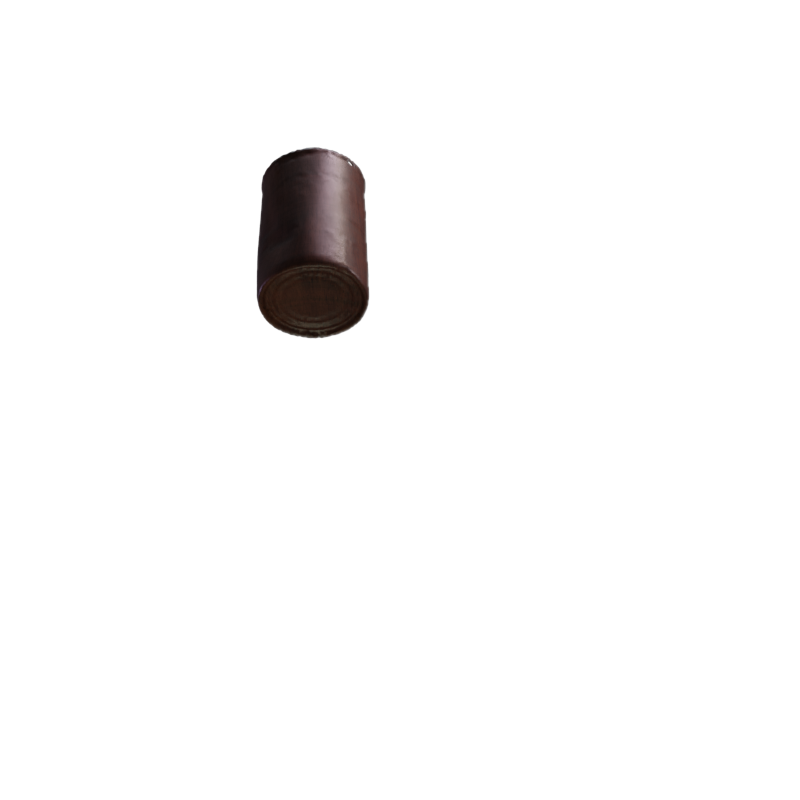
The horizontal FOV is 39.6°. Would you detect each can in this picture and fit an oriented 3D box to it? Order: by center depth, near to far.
[{"bbox_3d":[-0.054,-0.098,0.685,0.068,0.110,0.064,-1,-41,-3],"label":"can"}]
